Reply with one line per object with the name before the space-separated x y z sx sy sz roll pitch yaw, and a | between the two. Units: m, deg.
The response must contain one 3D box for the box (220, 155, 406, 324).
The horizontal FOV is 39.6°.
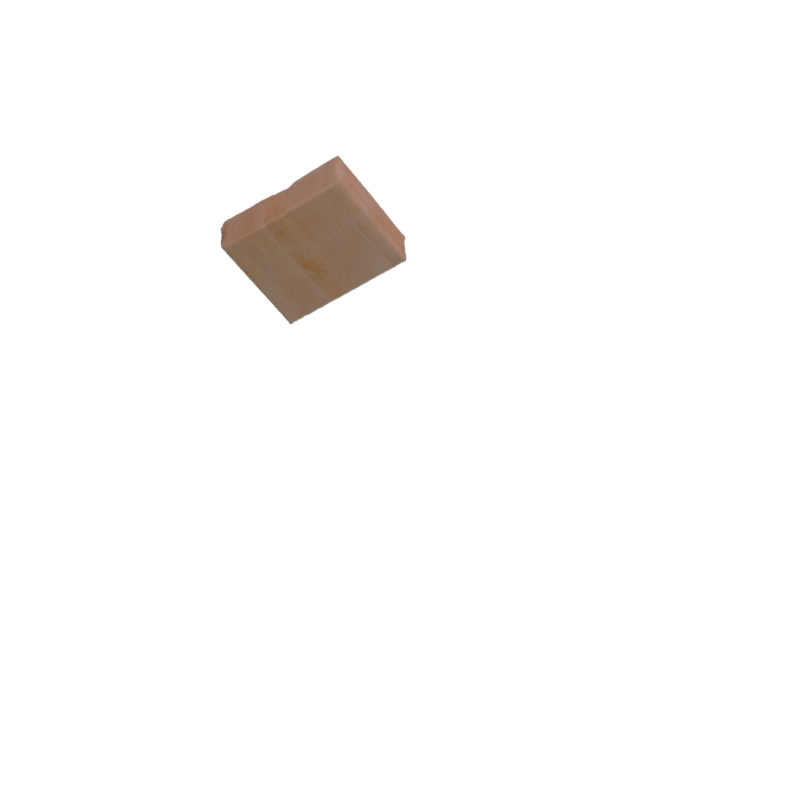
box | -0.053 -0.096 0.671 0.089 0.032 0.068 -27 -55 20
